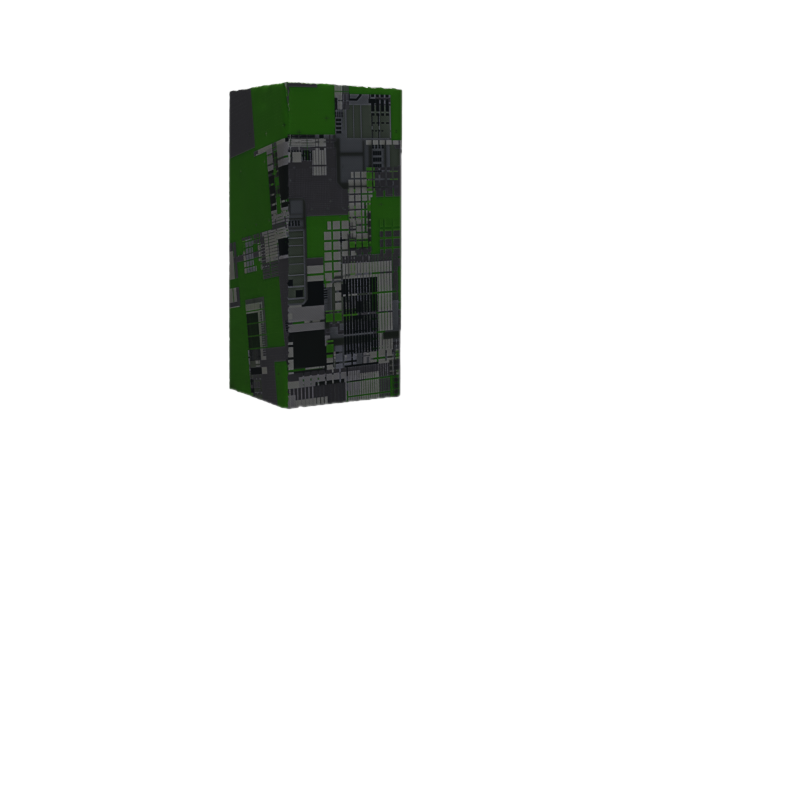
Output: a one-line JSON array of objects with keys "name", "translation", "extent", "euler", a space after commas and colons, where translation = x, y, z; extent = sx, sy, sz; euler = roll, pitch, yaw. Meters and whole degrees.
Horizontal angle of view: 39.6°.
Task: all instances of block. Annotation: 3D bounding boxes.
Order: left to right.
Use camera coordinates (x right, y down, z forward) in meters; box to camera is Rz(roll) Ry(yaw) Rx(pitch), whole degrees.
[{"name": "block", "translation": [-0.059, -0.108, 0.755], "extent": [0.088, 0.205, 0.094], "euler": [-2, 5, -32]}]
